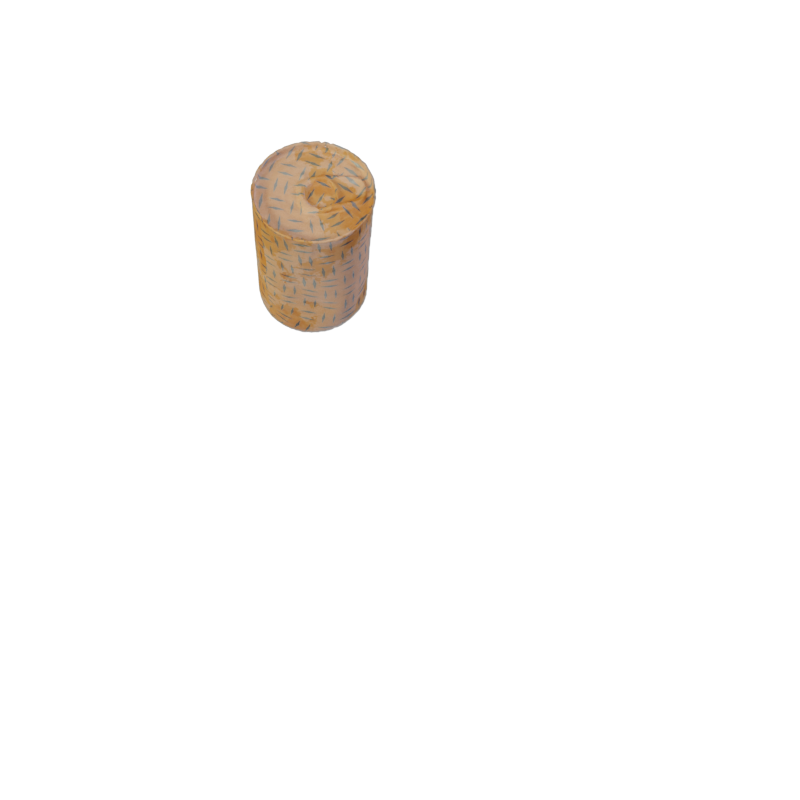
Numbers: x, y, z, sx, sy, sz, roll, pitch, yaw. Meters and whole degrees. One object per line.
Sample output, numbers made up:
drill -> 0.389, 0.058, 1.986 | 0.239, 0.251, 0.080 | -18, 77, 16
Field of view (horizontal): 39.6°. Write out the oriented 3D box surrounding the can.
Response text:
can -> -0.050, -0.091, 0.640 | 0.068, 0.073, 0.096 | 0, -29, -3
